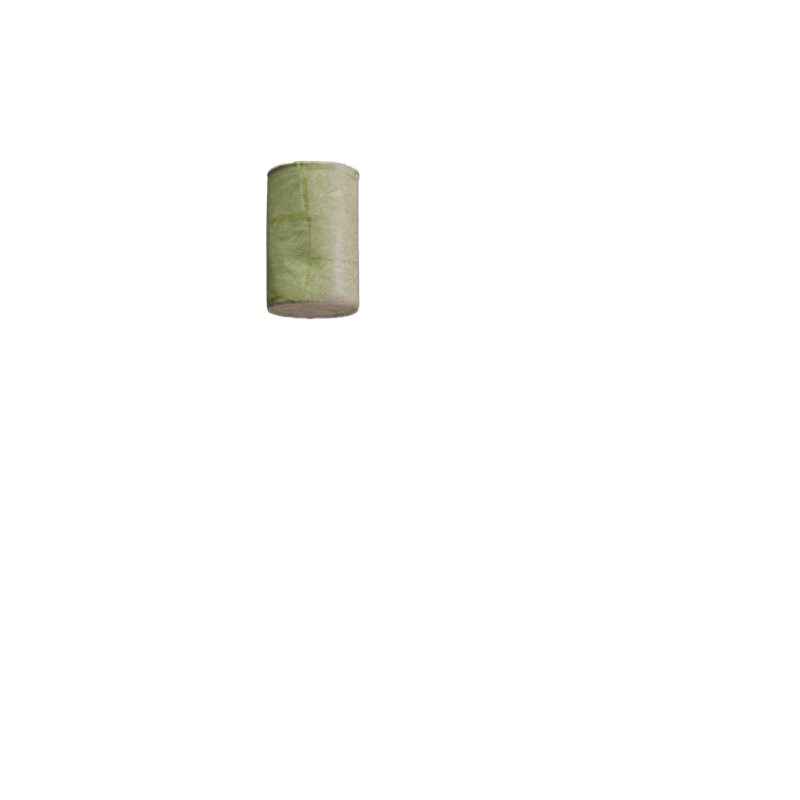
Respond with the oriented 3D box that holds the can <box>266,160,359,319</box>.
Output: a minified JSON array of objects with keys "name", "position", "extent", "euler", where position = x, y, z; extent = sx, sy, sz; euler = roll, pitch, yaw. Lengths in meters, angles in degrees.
[{"name":"can","position":[-0.062,-0.114,0.797],"extent":[0.068,0.105,0.067],"euler":[0,-11,-2]}]
